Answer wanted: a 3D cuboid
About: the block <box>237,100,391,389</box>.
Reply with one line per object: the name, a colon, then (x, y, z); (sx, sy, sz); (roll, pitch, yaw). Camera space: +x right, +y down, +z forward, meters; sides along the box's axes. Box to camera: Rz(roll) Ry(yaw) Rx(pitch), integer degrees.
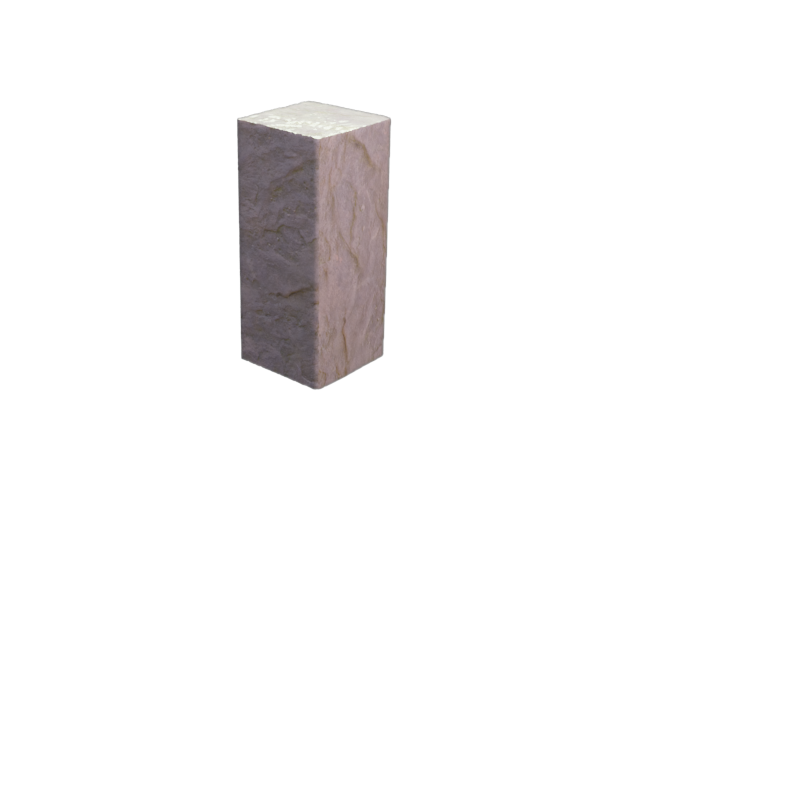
block: (-0.070, -0.128, 0.898); (0.096, 0.197, 0.089); (18, 27, 36)
